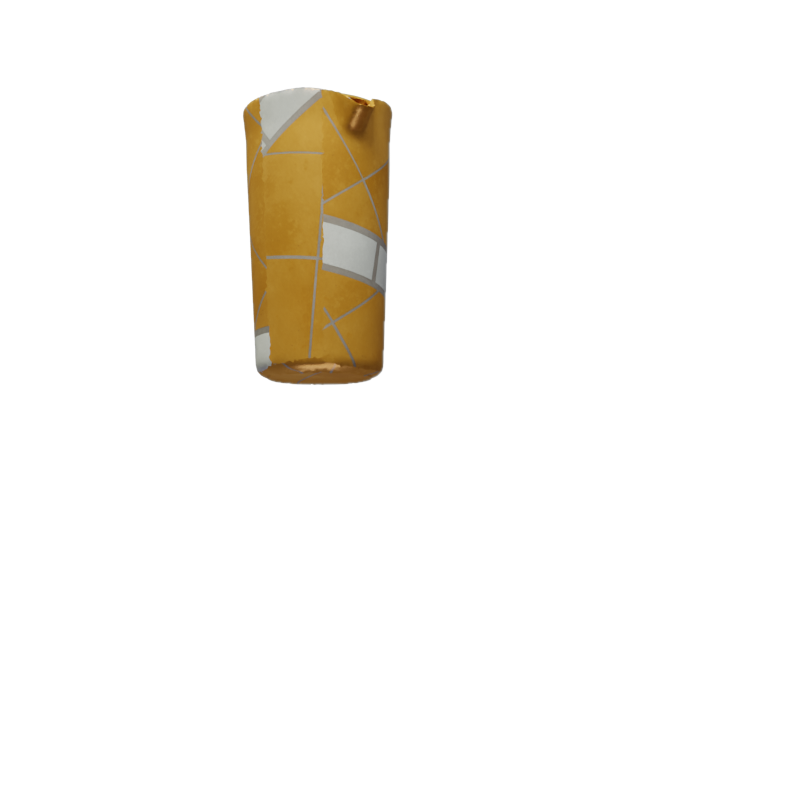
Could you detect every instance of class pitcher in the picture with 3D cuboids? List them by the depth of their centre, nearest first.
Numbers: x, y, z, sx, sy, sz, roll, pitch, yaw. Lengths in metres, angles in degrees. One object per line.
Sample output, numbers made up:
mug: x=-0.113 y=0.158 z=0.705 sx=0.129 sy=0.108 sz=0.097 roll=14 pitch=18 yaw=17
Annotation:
pitcher: x=-0.076 y=-0.138 z=0.970 sx=0.147 sy=0.251 sz=0.142 roll=-3 pitch=-12 yaw=13
